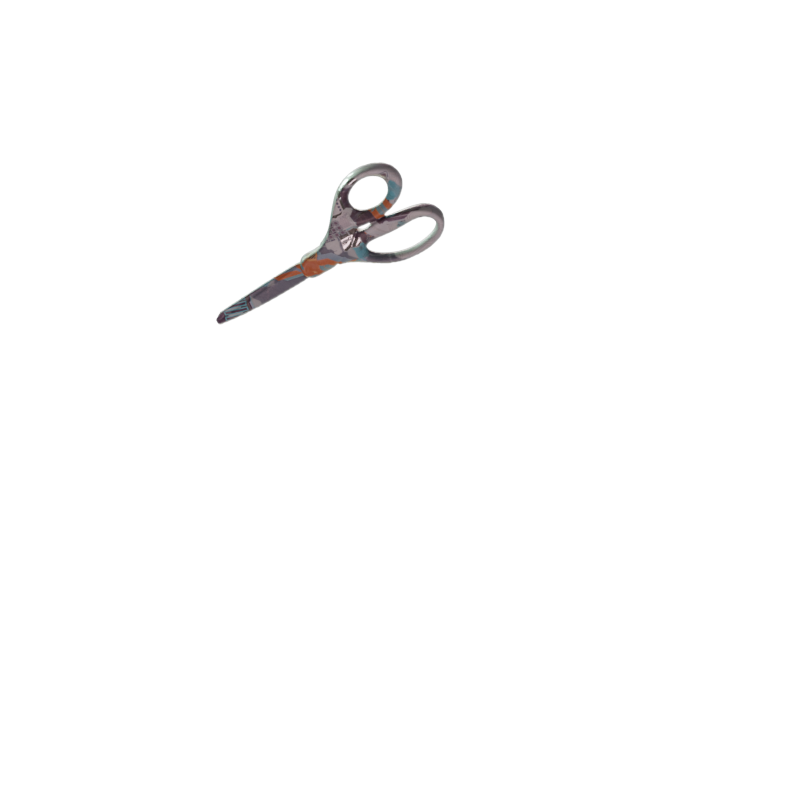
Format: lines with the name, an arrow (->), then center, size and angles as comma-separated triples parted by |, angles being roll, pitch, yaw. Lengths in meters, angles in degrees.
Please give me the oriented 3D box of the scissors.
scissors -> -0.067, -0.123, 0.858 | 0.203, 0.089, 0.017 | -16, 34, 11
